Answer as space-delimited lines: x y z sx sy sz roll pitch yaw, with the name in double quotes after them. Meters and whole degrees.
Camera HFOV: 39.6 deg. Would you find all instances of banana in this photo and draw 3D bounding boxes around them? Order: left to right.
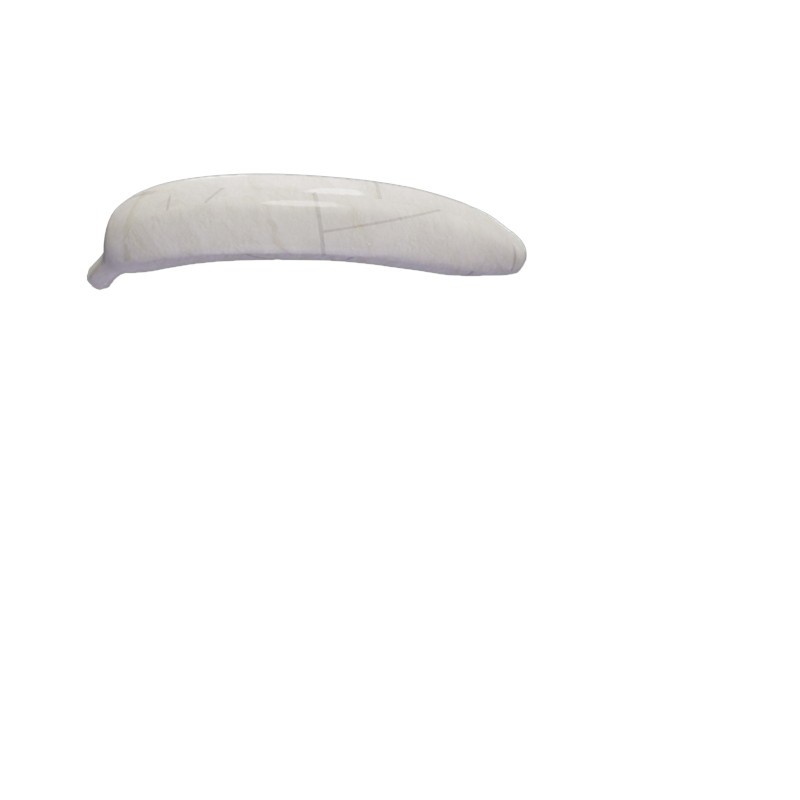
-0.042 -0.073 0.475 0.198 0.038 0.067 0 -10 1 "banana"
